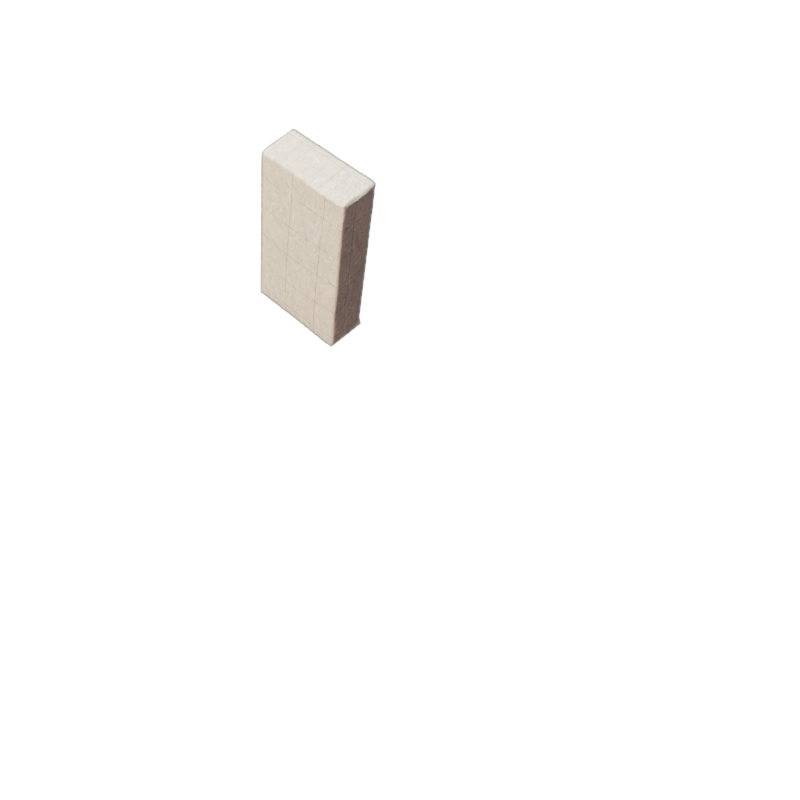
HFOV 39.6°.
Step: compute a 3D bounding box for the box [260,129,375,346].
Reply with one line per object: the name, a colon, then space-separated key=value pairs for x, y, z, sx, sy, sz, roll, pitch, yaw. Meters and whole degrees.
box: x=-0.073 y=-0.133 z=0.933 sx=0.099 sy=0.164 sz=0.049 roll=38 pitch=59 yaw=23
